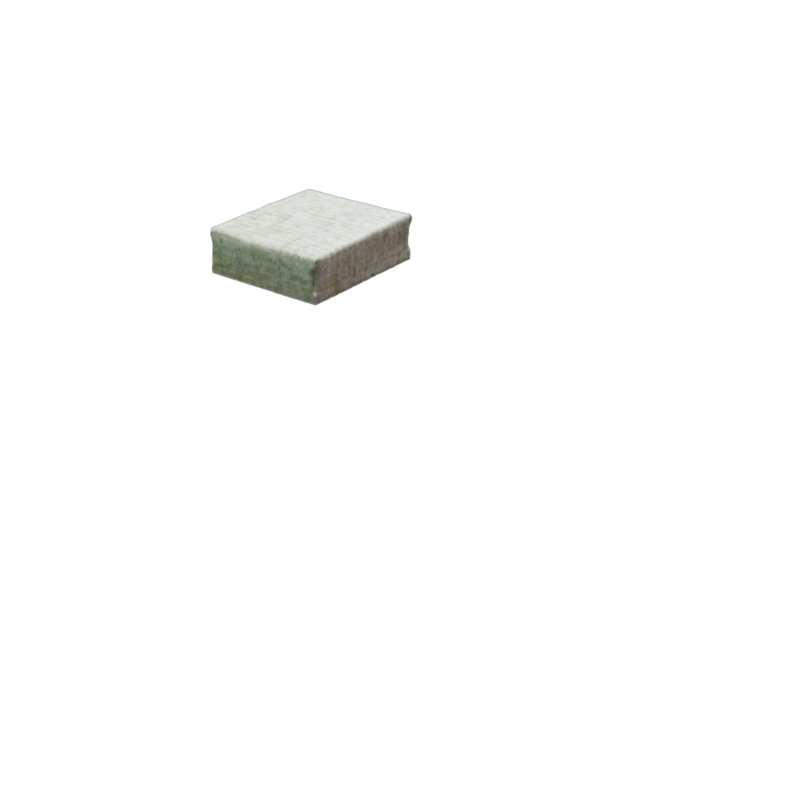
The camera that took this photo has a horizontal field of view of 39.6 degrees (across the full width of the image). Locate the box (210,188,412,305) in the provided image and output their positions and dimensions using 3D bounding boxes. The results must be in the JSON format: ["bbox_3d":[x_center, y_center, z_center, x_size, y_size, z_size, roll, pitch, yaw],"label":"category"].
[{"bbox_3d":[-0.047,-0.086,0.604,0.077,0.029,0.089,19,33,32],"label":"box"}]
